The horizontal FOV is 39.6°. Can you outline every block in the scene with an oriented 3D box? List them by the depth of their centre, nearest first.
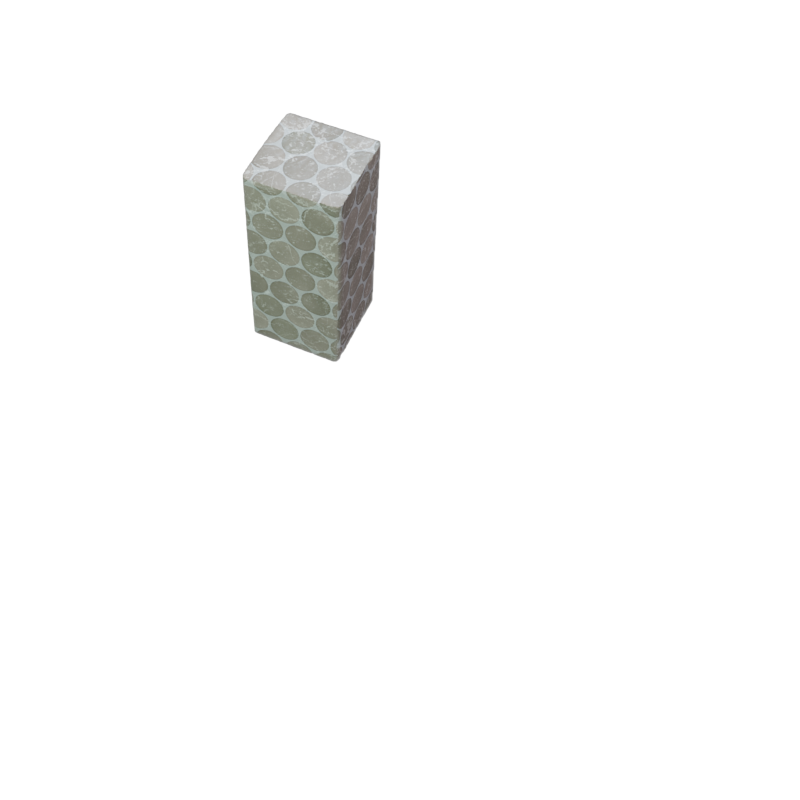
[{"bbox_3d":[-0.078,-0.141,0.987,0.093,0.094,0.192,21,-36,12],"label":"block"}]
